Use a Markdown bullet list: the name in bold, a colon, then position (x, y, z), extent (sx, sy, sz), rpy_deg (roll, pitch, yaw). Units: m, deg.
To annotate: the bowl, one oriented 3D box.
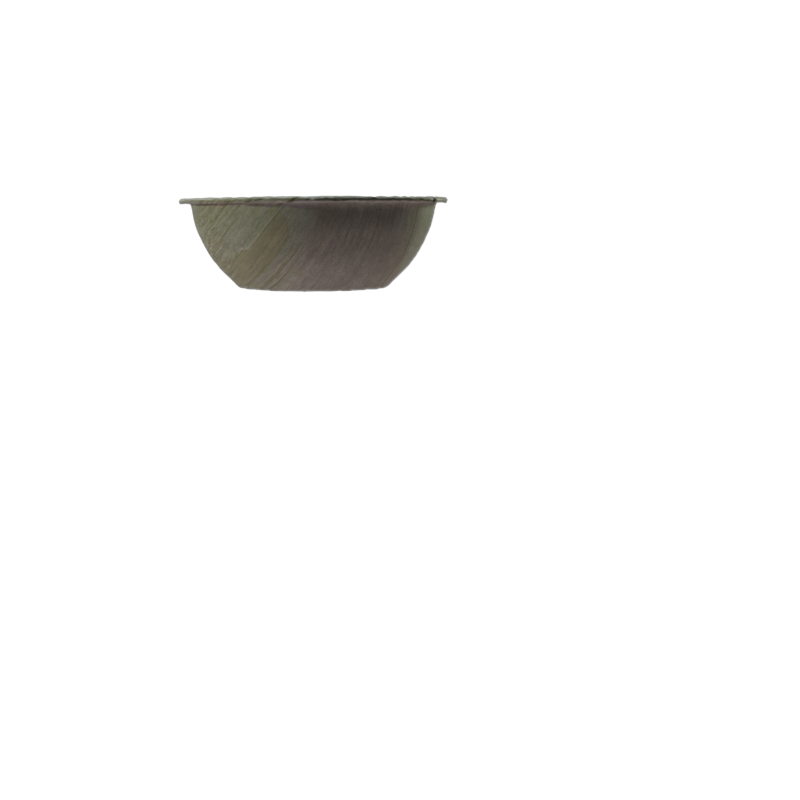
- **bowl**: position (-0.053, -0.096, 0.671), extent (0.162, 0.054, 0.164), rpy_deg (0, 9, -2)
